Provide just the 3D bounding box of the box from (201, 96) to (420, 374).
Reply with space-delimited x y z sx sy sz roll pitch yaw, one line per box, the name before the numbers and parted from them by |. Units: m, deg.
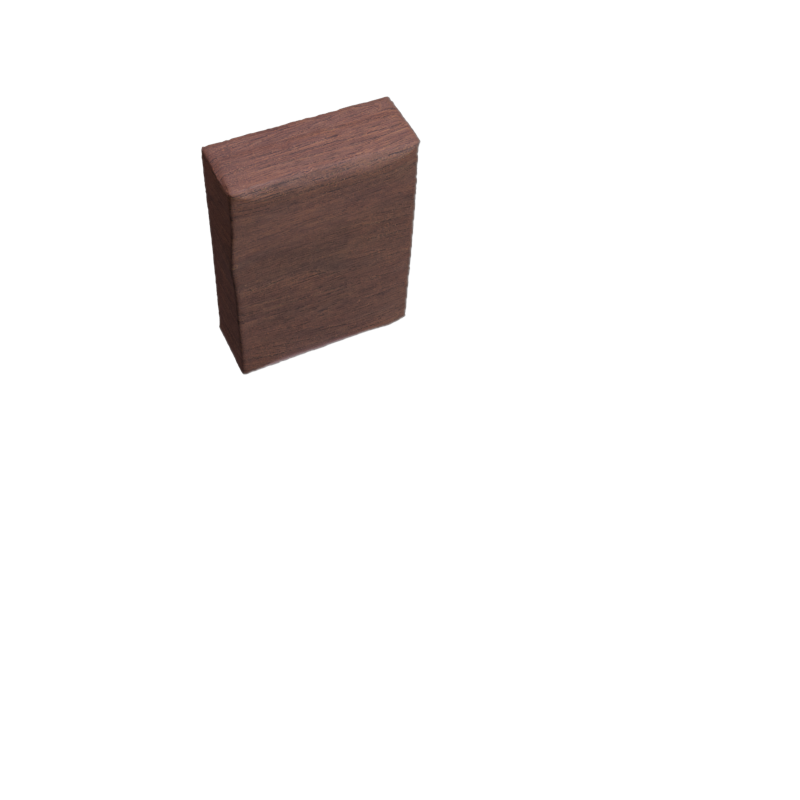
box | -0.073 -0.133 0.931 0.163 0.078 0.199 -19 -37 -18
